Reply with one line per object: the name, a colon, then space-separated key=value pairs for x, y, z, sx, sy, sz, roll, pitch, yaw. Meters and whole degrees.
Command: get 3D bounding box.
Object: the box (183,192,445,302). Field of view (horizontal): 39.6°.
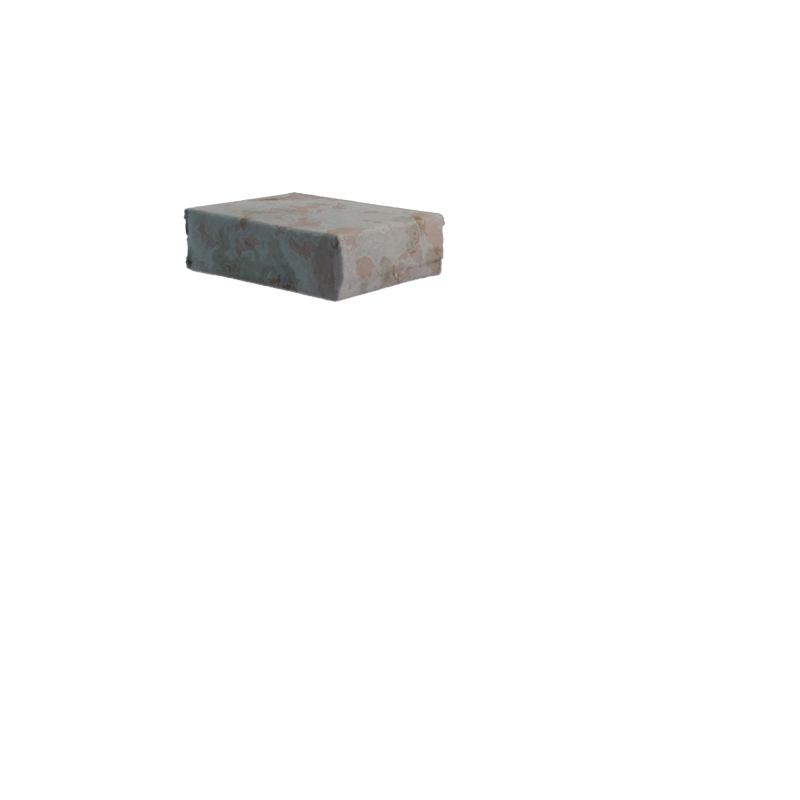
box: x=-0.047 y=-0.085 z=0.598 sx=0.119 sy=0.038 sz=0.088 roll=13 pitch=20 yaw=38
